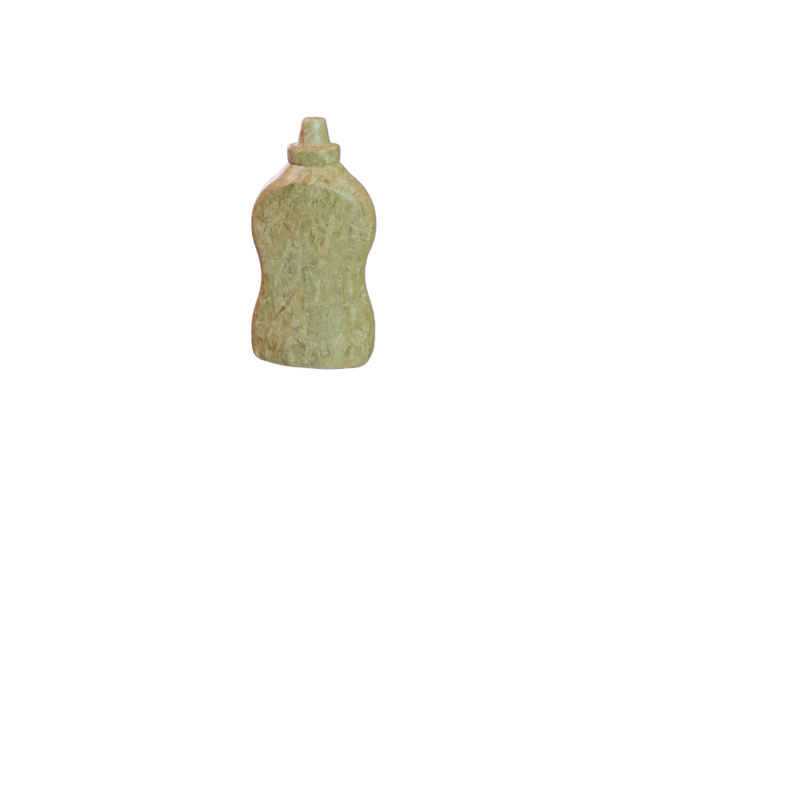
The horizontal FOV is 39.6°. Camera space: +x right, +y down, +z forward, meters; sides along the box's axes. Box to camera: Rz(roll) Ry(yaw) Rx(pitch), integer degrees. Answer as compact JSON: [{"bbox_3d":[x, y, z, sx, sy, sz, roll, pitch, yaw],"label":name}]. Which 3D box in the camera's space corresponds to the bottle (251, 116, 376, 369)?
[{"bbox_3d":[-0.067,-0.123,0.858,0.098,0.185,0.059,5,16,13],"label":"bottle"}]
